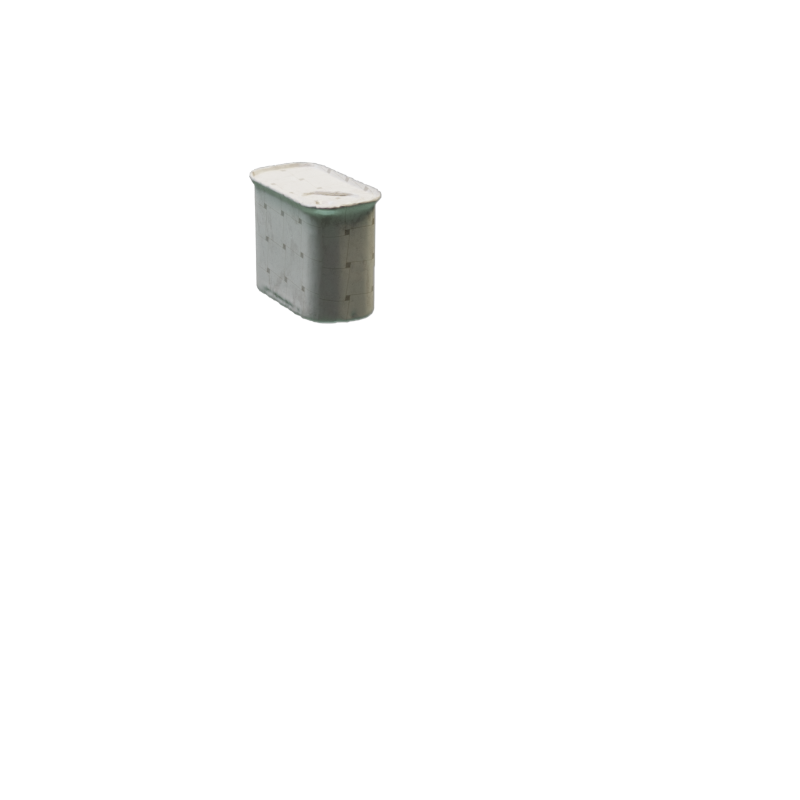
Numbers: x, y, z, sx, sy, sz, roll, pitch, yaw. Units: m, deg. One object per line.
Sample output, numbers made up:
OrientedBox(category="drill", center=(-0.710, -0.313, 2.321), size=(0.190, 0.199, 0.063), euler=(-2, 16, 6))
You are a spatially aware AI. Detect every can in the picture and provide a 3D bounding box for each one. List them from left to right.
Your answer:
OrientedBox(category="can", center=(-0.058, -0.107, 0.746), size=(0.056, 0.080, 0.109), euler=(-13, 28, -31))
